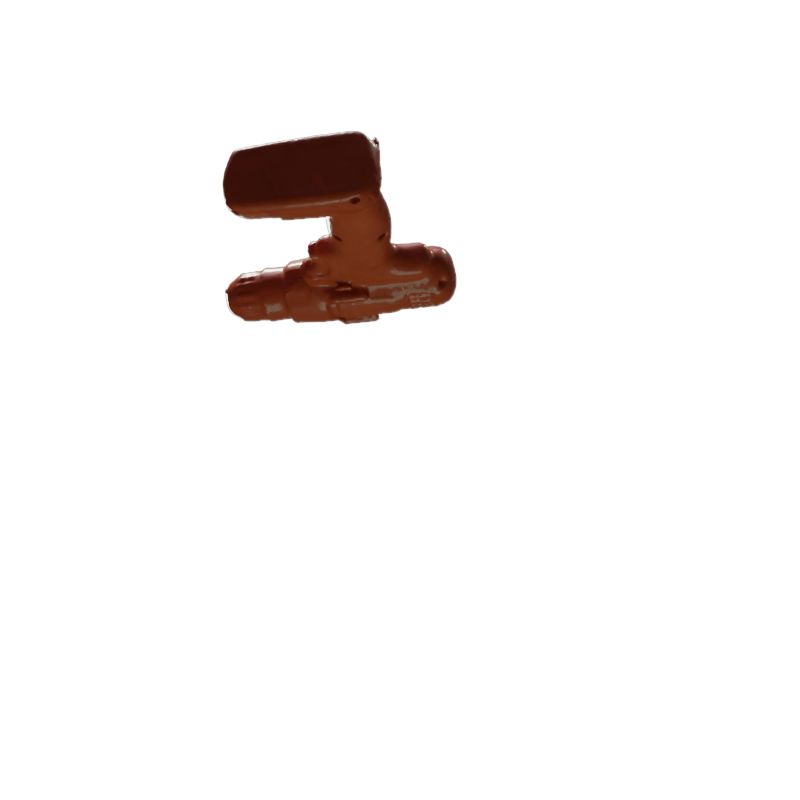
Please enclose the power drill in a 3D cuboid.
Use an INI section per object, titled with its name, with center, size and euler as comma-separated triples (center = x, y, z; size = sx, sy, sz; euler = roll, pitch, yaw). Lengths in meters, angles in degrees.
[power drill]
center = -0.063, -0.116, 0.810
size = 0.187, 0.061, 0.174
euler = -6, -25, 13
